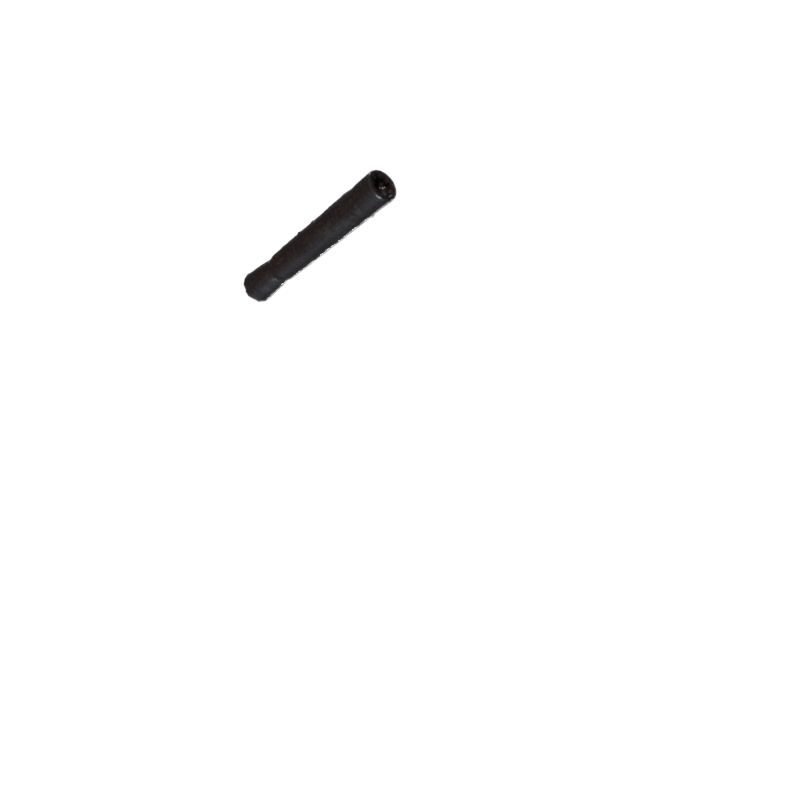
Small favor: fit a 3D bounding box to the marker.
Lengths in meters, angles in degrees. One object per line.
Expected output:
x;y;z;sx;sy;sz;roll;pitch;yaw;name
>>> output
-0.047;-0.086;0.603;0.019;0.021;0.120;-3;-21;-45;marker
